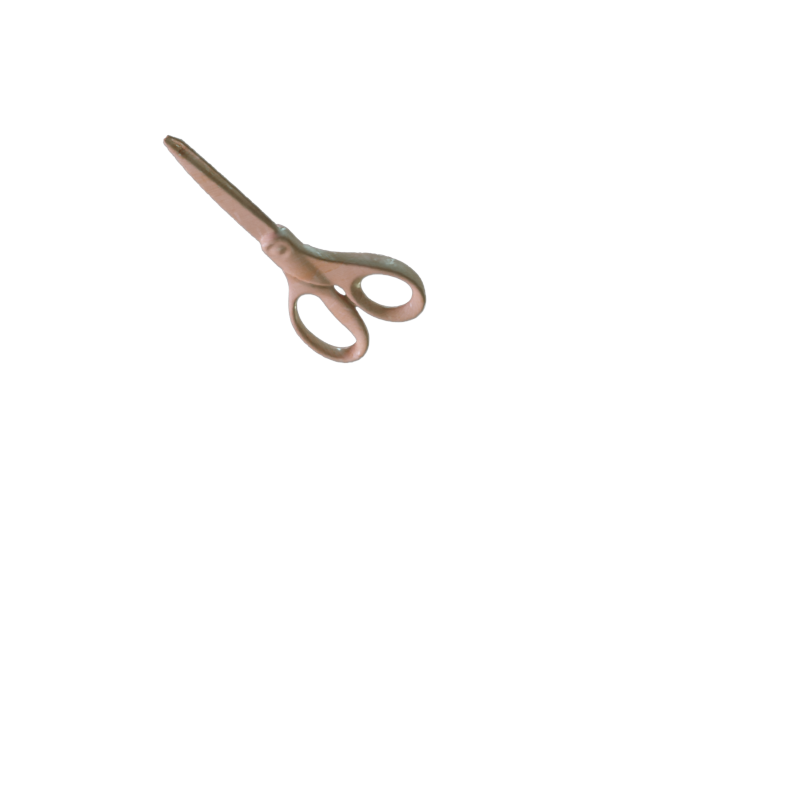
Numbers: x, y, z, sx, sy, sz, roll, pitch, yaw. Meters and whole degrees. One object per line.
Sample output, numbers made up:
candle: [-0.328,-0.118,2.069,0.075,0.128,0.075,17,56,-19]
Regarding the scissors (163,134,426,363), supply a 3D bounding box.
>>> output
scissors: [-0.051,-0.093,0.655,0.097,0.017,0.186,-15,-47,15]
